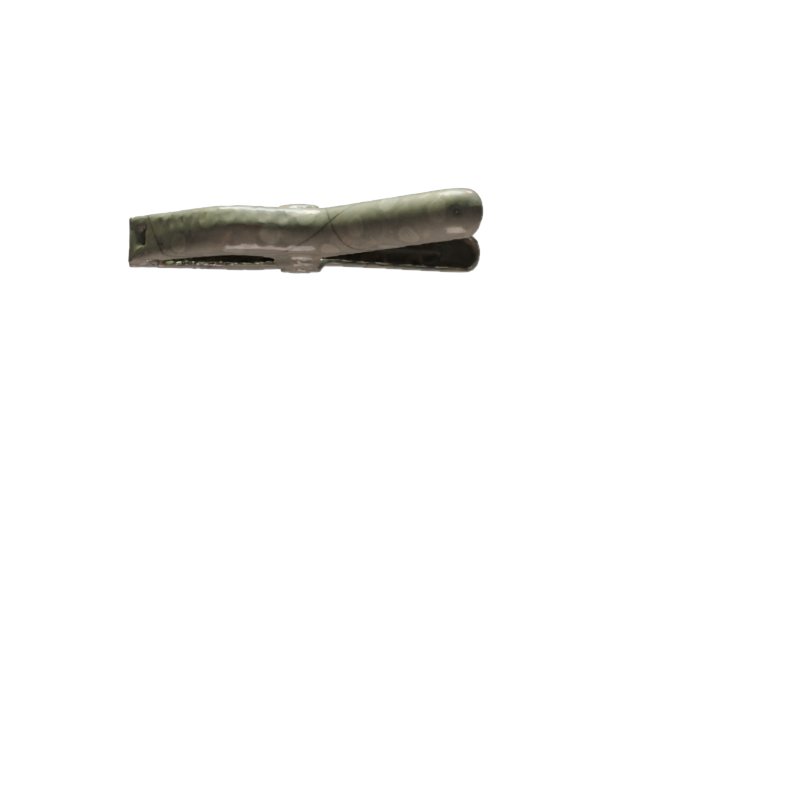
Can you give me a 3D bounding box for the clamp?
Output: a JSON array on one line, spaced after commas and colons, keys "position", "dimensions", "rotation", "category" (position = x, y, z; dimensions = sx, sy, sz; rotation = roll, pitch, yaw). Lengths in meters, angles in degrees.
[{"position": [-0.050, -0.091, 0.637], "dimensions": [0.213, 0.037, 0.159], "rotation": [0, -2, 13], "category": "clamp"}]
